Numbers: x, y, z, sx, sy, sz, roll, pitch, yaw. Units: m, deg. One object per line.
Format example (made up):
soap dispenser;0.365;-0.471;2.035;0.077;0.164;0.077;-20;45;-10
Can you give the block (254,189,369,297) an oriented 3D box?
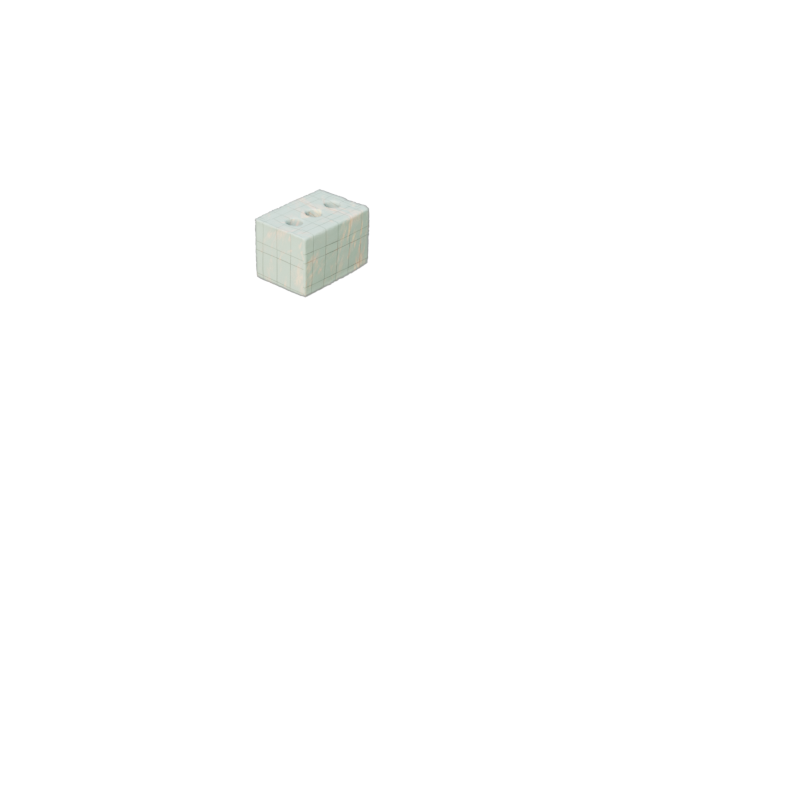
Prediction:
block;-0.067;-0.122;0.858;0.056;0.048;0.078;23;38;32
